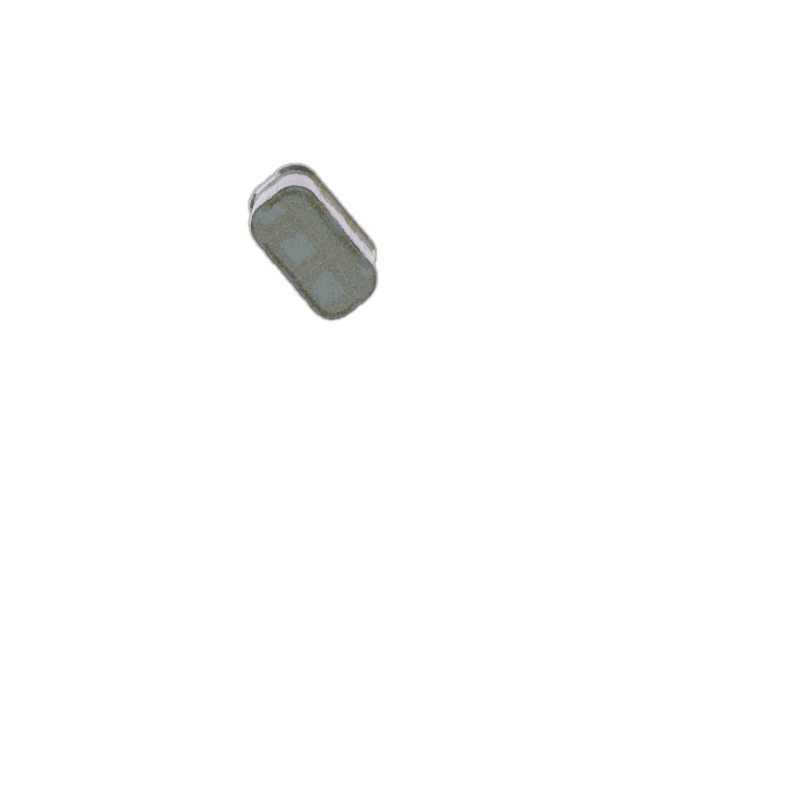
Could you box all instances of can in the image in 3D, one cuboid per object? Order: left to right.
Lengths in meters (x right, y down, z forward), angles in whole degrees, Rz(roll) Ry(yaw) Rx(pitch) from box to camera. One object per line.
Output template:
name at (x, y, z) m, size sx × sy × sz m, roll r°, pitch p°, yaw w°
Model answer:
can at (-0.061, -0.111, 0.779) m, size 0.057 × 0.099 × 0.087 m, roll -39°, pitch 13°, yaw 8°
